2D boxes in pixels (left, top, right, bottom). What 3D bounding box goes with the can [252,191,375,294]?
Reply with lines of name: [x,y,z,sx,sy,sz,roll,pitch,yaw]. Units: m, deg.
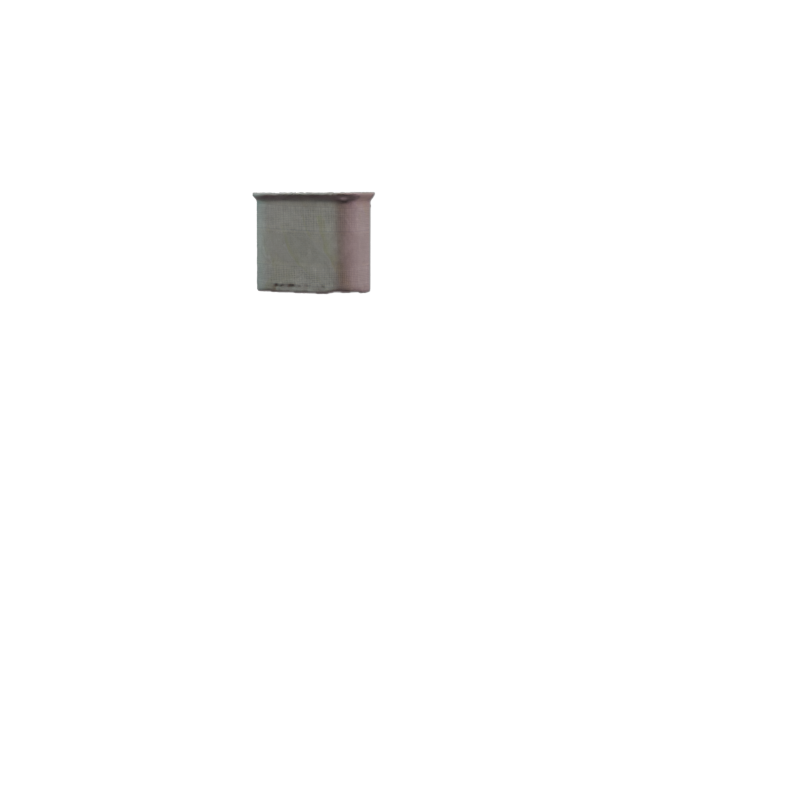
can: [-0.073,-0.133,0.934,0.105,0.083,0.056,4,6,27]
